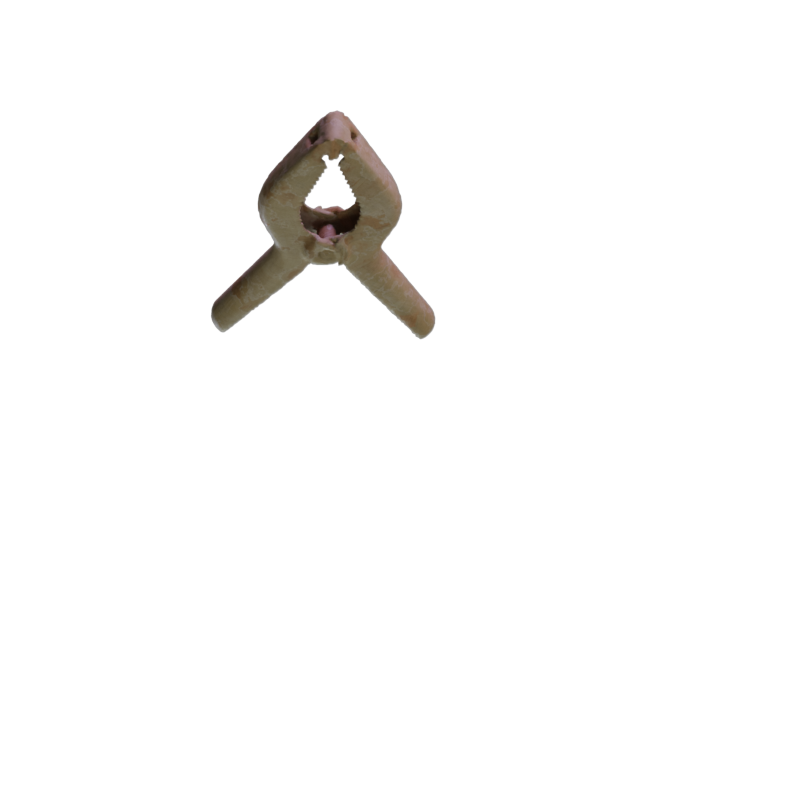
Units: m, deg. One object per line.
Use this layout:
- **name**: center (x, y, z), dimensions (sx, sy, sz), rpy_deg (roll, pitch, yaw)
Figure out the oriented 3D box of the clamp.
- **clamp**: center (-0.059, -0.108, 0.758), dimensions (0.165, 0.039, 0.195), rpy_deg (-2, -38, 2)
